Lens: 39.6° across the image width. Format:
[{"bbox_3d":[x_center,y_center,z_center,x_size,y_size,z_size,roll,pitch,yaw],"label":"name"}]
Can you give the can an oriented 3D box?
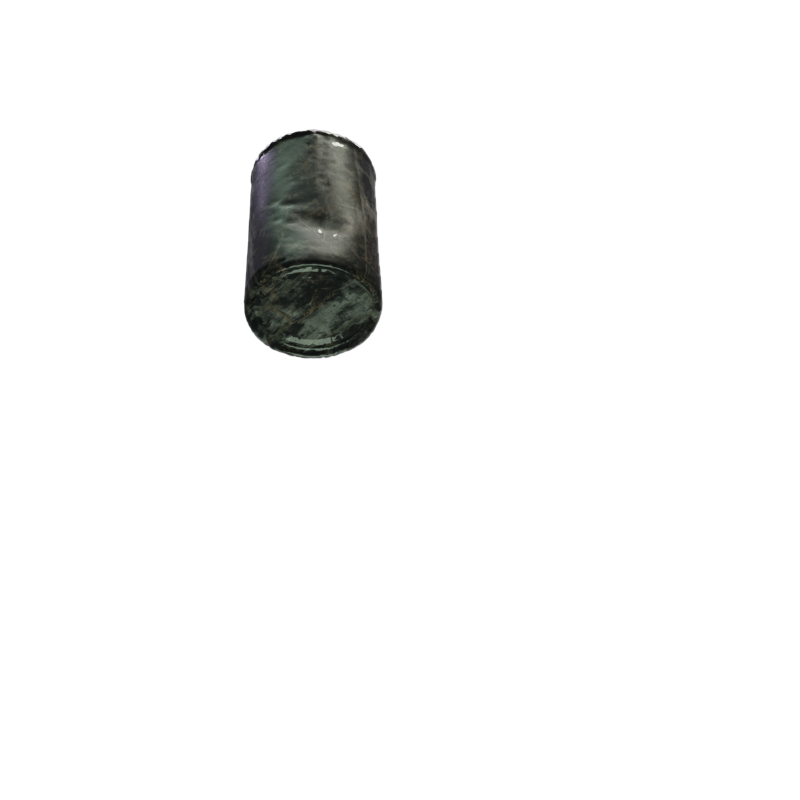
[{"bbox_3d":[-0.044,-0.081,0.564,0.068,0.110,0.064,-1,-44,-3],"label":"can"}]
